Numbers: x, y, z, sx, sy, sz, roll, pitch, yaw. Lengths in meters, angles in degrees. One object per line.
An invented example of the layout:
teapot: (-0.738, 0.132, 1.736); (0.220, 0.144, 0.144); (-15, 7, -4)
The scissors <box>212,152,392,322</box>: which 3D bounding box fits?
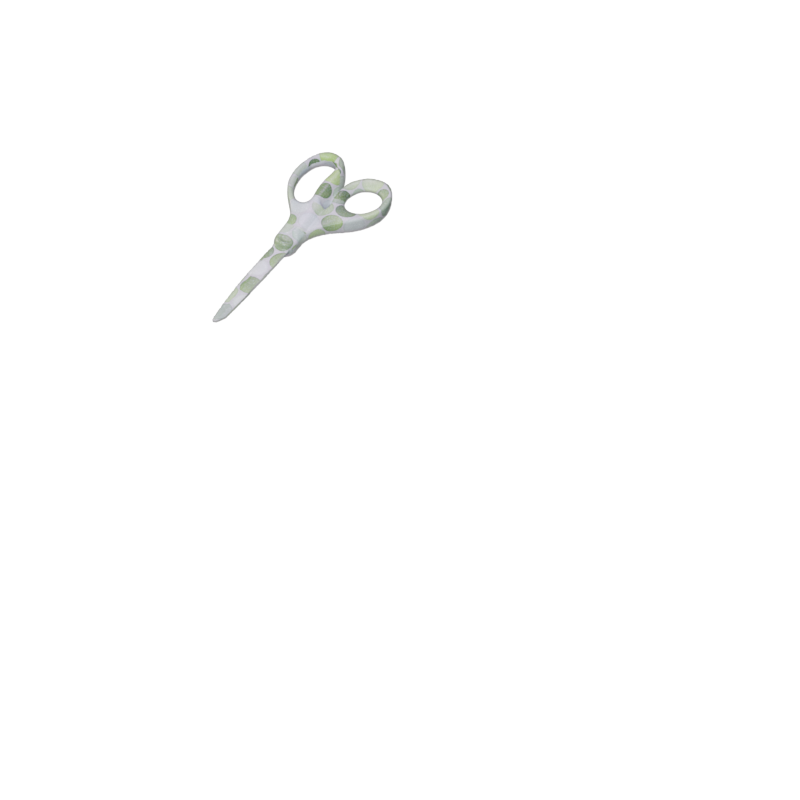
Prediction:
scissors: (-0.068, -0.124, 0.872); (0.098, 0.213, 0.015); (10, -40, 9)
